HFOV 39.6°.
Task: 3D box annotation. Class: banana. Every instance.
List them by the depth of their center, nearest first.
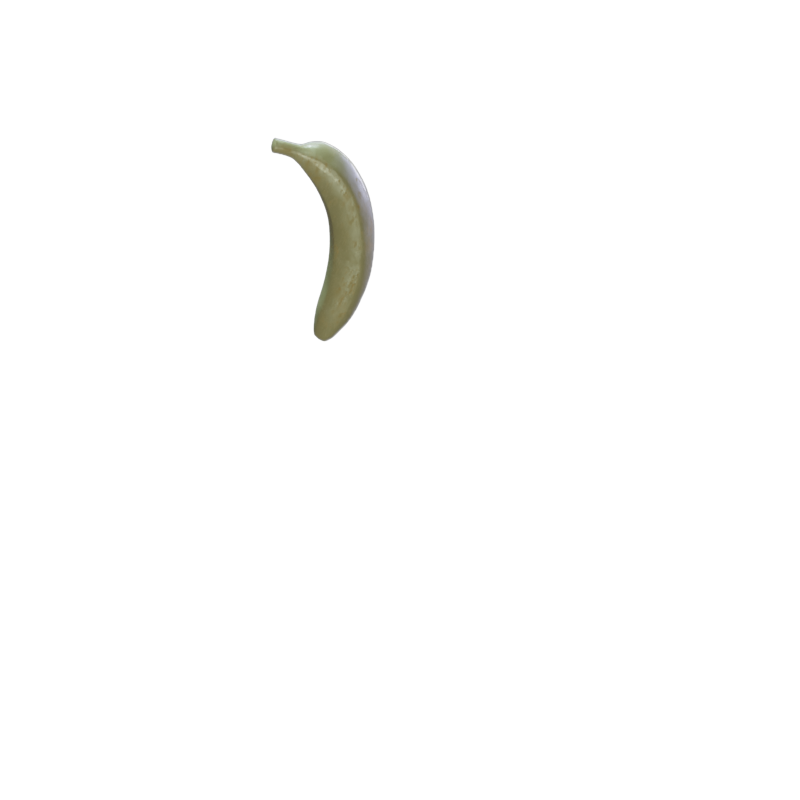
[{"bbox_3d":[-0.055,-0.138,0.923,0.070,0.185,0.039,-9,31,4],"label":"banana"}]
